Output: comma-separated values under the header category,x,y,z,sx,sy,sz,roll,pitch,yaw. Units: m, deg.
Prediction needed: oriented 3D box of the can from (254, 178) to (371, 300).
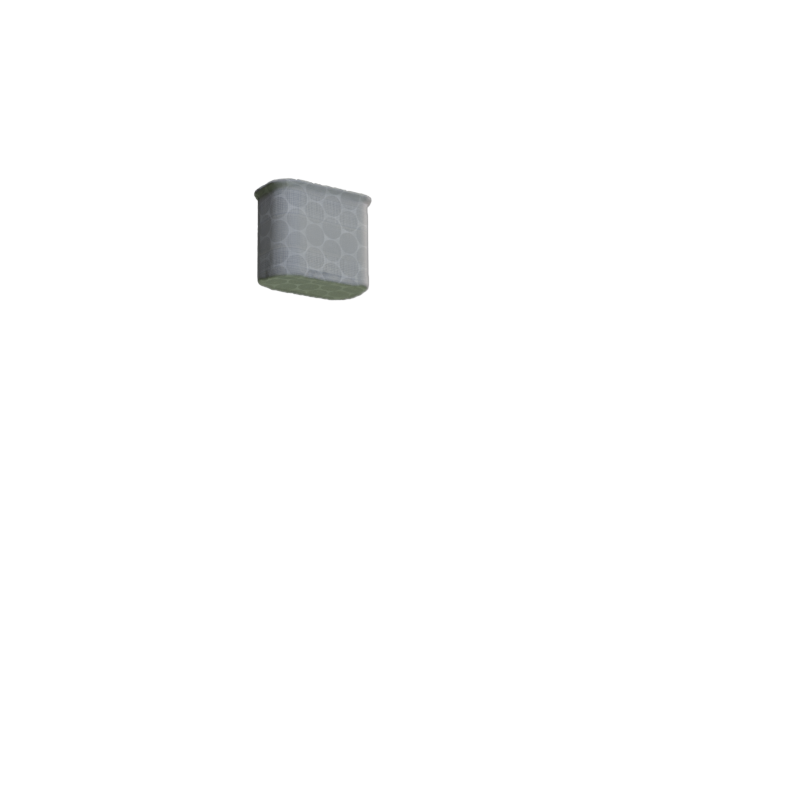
category,x,y,z,sx,sy,sz,roll,pitch,yaw
can,-0.074,-0.135,0.948,0.097,0.087,0.058,8,-17,-34
